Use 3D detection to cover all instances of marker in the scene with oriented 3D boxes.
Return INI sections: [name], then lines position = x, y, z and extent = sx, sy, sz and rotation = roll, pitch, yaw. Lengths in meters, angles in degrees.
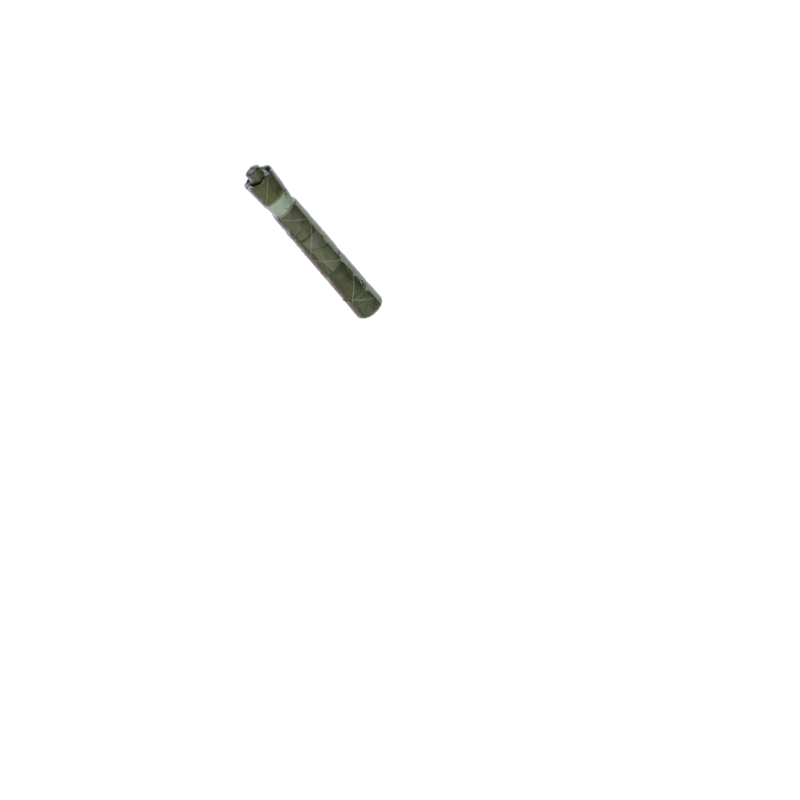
[marker]
position = -0.051, -0.093, 0.650
extent = 0.021, 0.020, 0.113
rotation = 3, -38, 50
